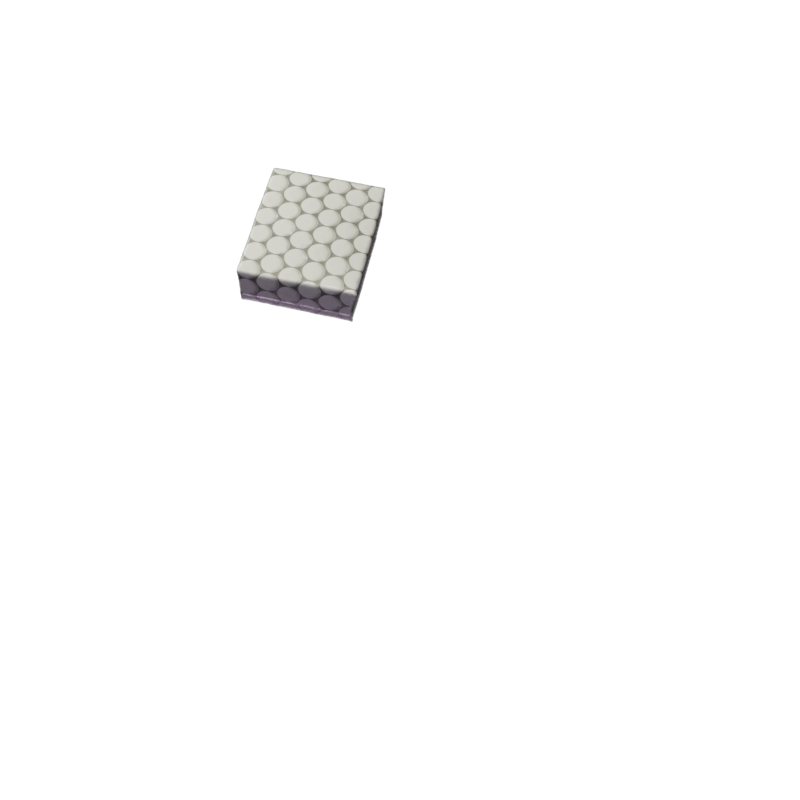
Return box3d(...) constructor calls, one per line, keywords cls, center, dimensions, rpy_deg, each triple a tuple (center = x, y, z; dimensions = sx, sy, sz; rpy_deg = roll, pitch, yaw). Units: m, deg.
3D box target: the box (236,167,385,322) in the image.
box3d(cls="box", center=(-0.066, -0.120, 0.838), dimensions=(0.091, 0.120, 0.036), rpy_deg=(9, -36, 6))
